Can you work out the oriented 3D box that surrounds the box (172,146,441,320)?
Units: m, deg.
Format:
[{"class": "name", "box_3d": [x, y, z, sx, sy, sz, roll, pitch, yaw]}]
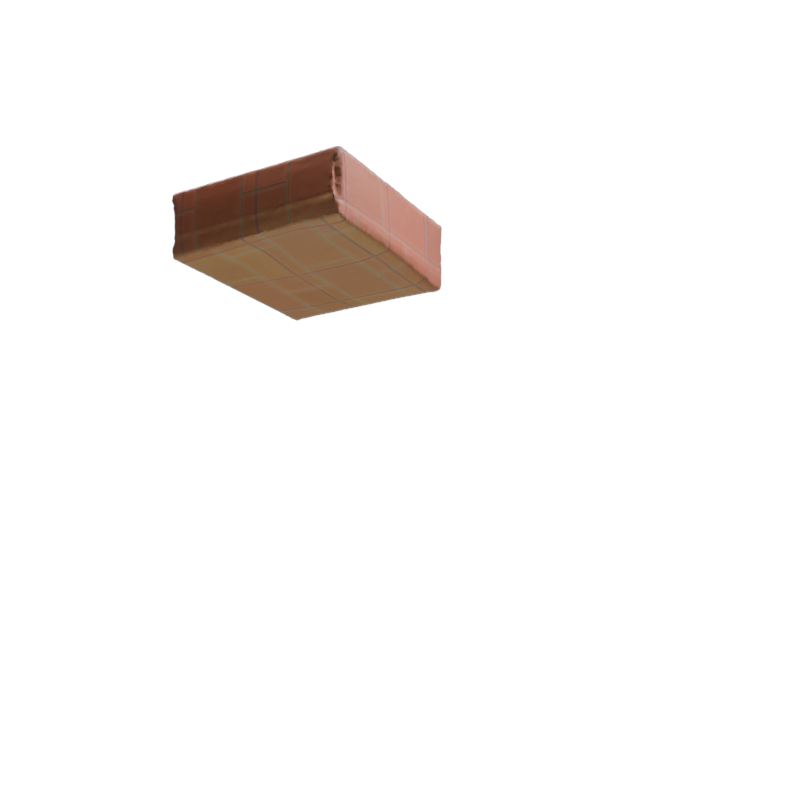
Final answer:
[{"class": "box", "box_3d": [-0.042, -0.076, 0.533, 0.092, 0.041, 0.106, -9, -19, 26]}]
